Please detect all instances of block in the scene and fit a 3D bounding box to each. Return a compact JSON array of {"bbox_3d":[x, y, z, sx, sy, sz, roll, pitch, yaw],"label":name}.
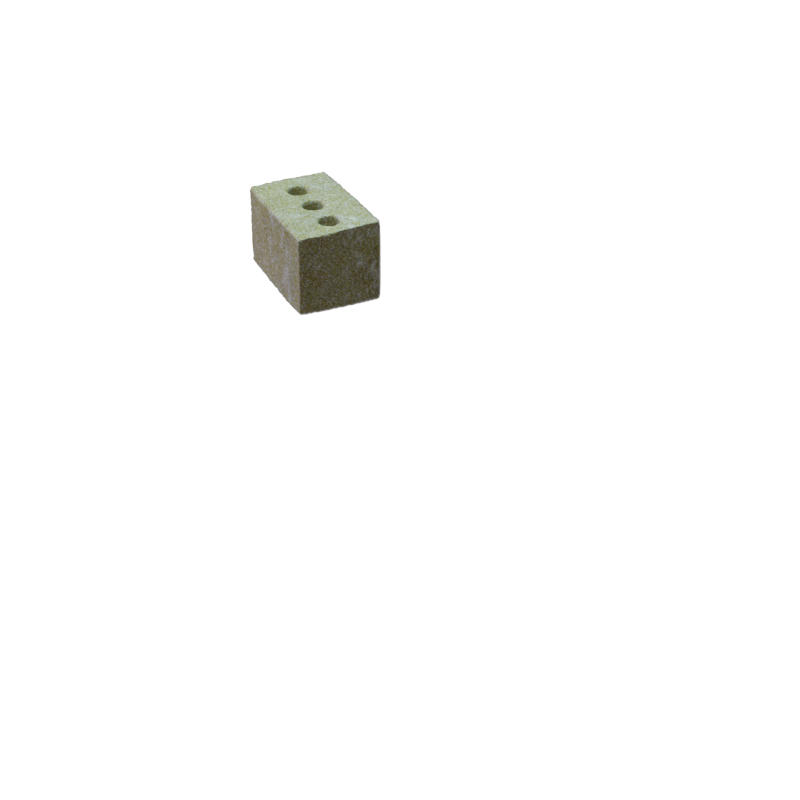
[{"bbox_3d":[-0.052,-0.095,0.662,0.052,0.048,0.084,-14,36,-23],"label":"block"}]
